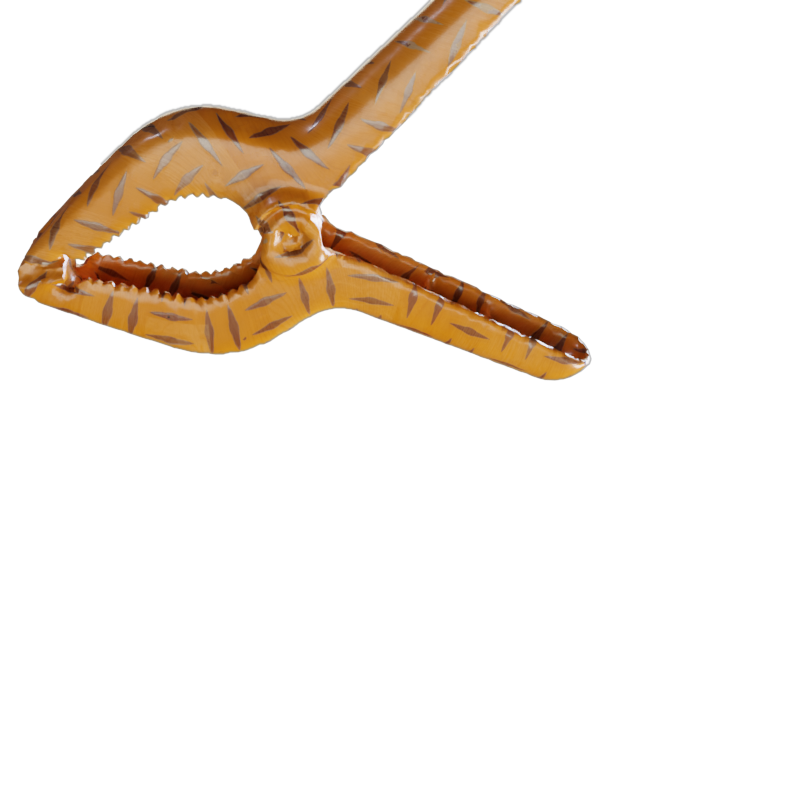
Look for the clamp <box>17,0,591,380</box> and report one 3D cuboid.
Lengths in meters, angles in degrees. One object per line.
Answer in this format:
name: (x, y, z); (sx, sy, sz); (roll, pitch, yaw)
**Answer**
clamp: (-0.032, -0.058, 0.406); (0.211, 0.155, 0.038); (-15, 23, 7)
